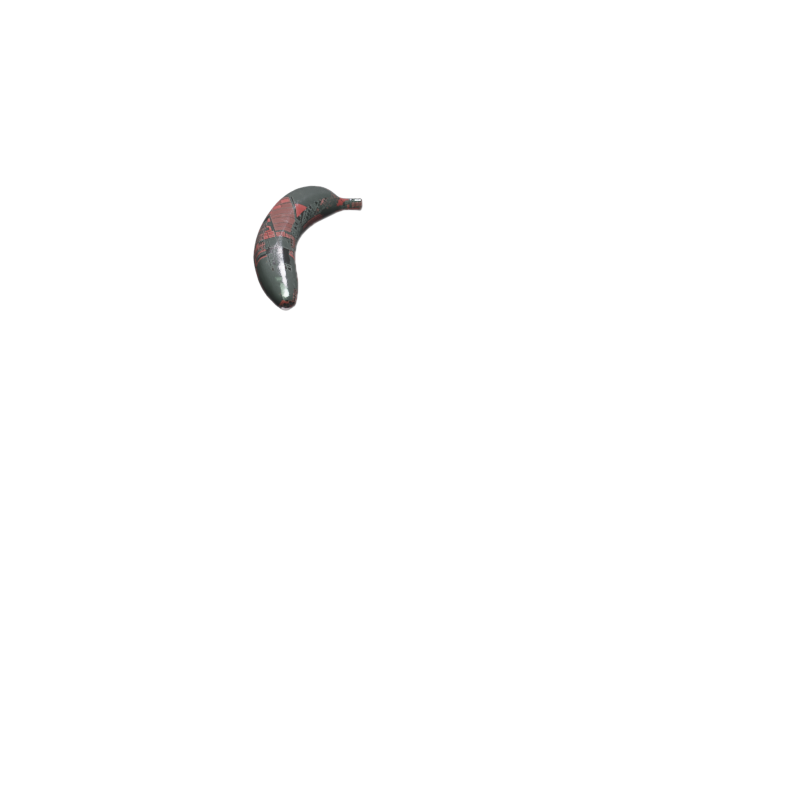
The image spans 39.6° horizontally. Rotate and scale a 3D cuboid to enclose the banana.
[{"bbox_3d":[-0.094,-0.148,1.002,0.071,0.034,0.206,10,39,13],"label":"banana"}]
